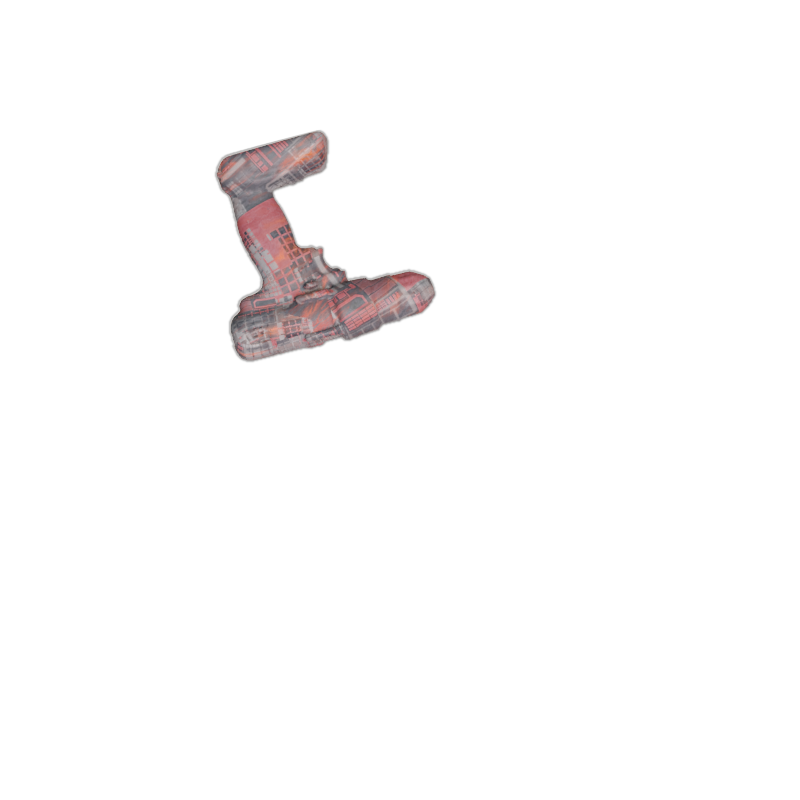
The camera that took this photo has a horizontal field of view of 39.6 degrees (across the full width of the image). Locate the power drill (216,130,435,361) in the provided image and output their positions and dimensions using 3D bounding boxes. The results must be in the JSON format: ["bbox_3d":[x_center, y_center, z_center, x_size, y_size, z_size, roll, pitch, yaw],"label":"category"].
[{"bbox_3d":[-0.078,-0.142,0.994,0.184,0.194,0.056,-15,-11,-3],"label":"power drill"}]
